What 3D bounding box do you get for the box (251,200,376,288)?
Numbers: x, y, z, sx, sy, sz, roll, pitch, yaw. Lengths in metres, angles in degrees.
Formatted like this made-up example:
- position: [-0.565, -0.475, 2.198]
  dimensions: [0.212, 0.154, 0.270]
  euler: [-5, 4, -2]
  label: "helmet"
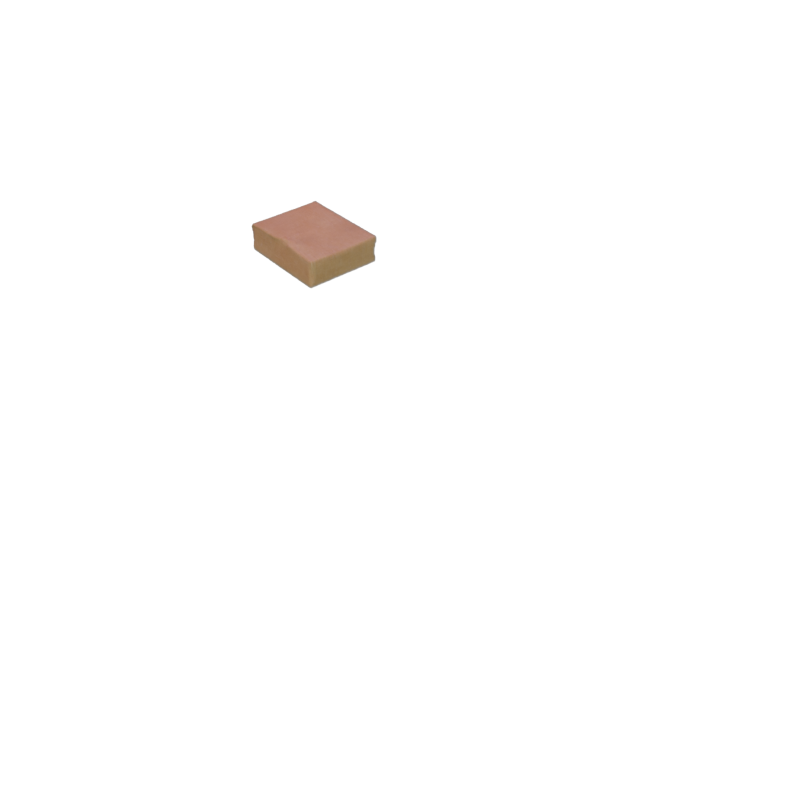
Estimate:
- position: [-0.077, -0.140, 0.982]
  dimensions: [0.072, 0.028, 0.096]
  euler: [-25, 42, -31]
  label: "box"
